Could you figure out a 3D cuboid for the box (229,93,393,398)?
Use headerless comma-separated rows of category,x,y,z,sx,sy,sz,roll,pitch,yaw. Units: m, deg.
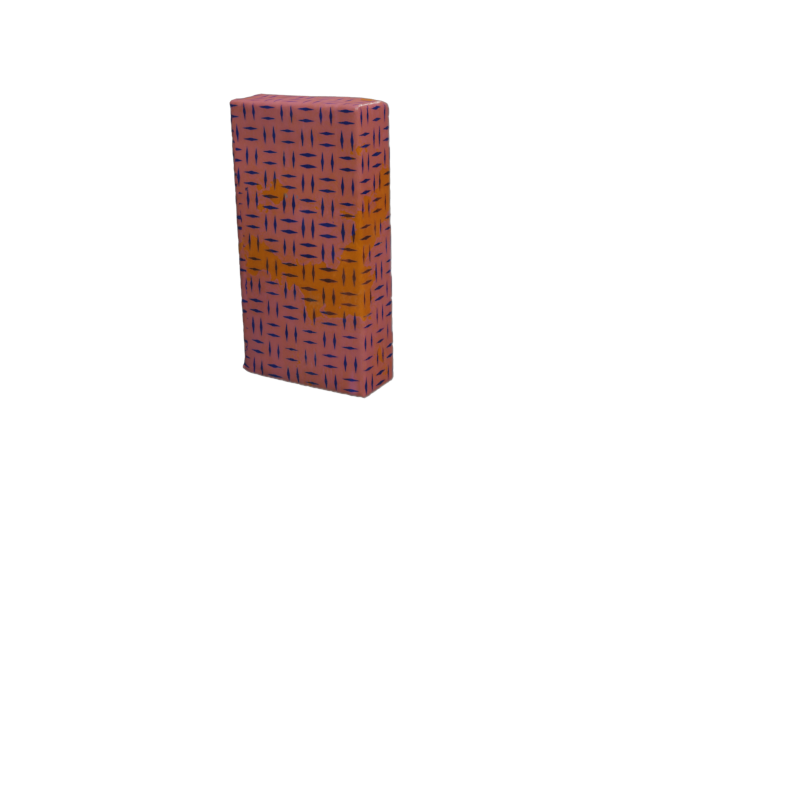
box,-0.053,-0.097,0.679,0.097,0.171,0.047,9,16,30
